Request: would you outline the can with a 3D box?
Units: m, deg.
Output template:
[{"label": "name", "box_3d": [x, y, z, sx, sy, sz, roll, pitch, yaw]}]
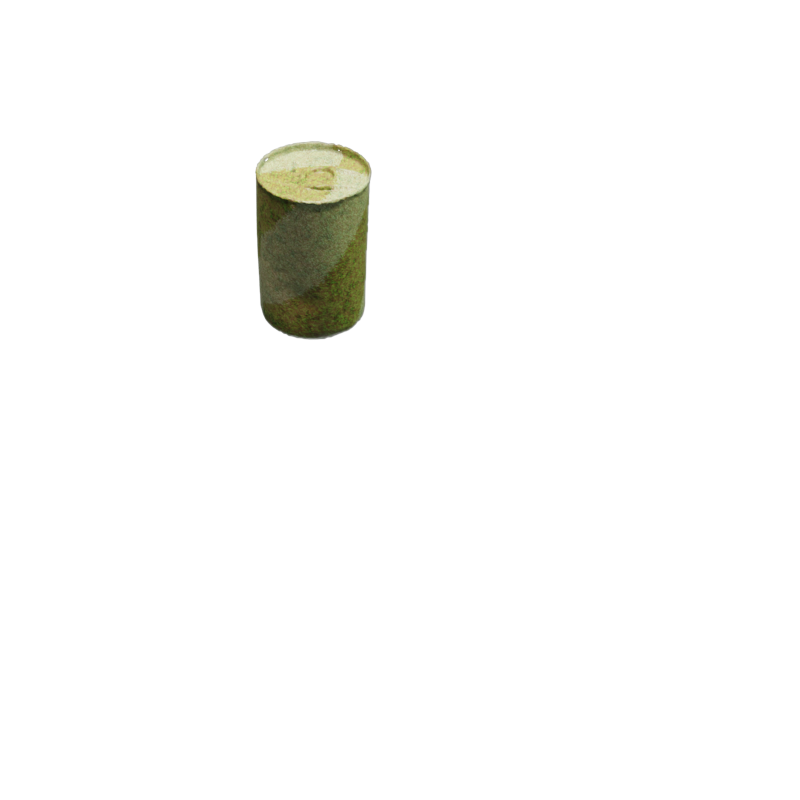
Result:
[{"label": "can", "box_3d": [-0.053, -0.096, 0.674, 0.068, 0.095, 0.073, 0, 38, -3]}]
